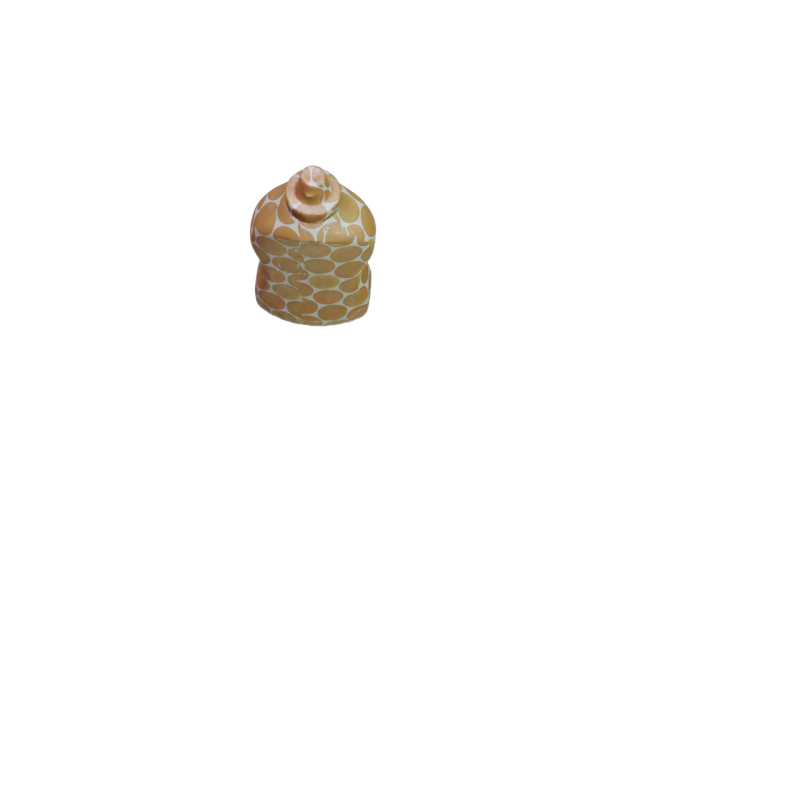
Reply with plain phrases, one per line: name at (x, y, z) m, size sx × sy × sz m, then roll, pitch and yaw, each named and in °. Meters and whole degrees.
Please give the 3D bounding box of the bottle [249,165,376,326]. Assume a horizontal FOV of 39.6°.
bottle at (-0.067, -0.123, 0.862) m, size 0.096 × 0.061 × 0.181 m, roll 8°, pitch -24°, yaw 0°
